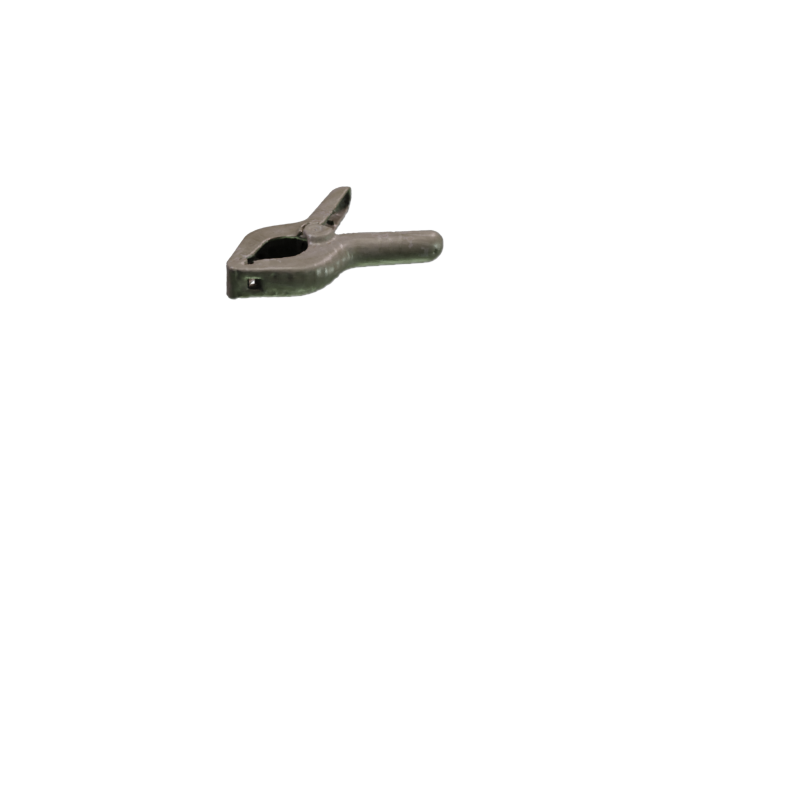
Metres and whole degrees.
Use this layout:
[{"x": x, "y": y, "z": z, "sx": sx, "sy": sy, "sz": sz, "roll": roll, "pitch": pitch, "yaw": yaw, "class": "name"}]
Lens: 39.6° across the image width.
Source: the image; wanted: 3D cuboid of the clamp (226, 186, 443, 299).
[{"x": -0.067, "y": -0.121, "z": 0.851, "sx": 0.168, "sy": 0.037, "sz": 0.129, "roll": -17, "pitch": 33, "yaw": -29, "class": "clamp"}]
